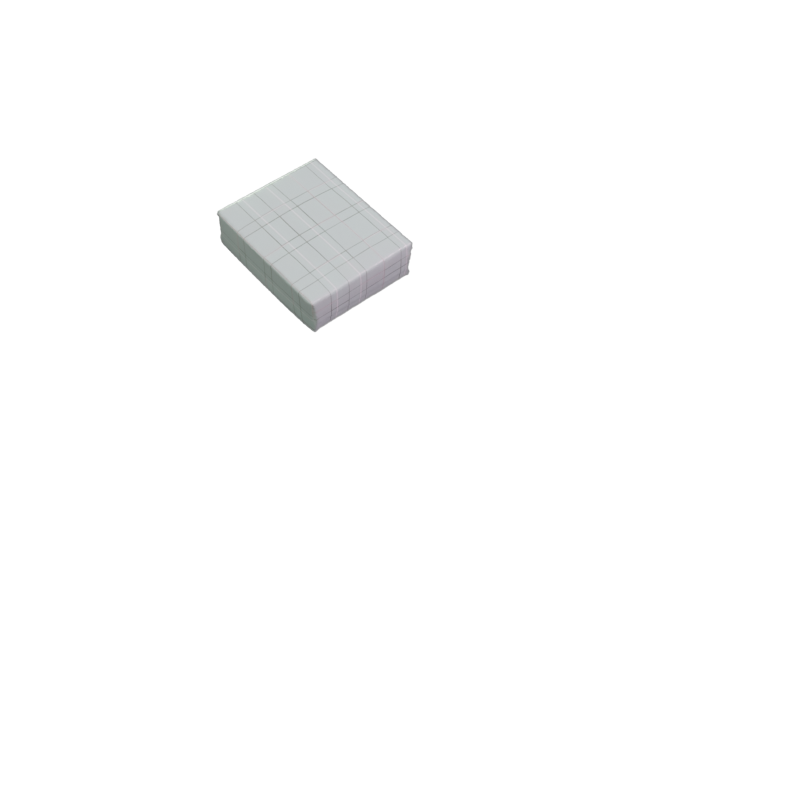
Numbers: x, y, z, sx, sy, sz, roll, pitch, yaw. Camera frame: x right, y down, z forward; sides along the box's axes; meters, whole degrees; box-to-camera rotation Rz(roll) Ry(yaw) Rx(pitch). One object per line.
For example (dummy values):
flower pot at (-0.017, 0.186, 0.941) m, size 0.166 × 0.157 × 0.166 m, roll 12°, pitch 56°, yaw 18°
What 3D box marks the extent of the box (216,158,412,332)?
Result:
box at (-0.061, -0.112, 0.783) m, size 0.090 × 0.121 × 0.036 m, roll -33°, pitch -30°, yaw -23°
